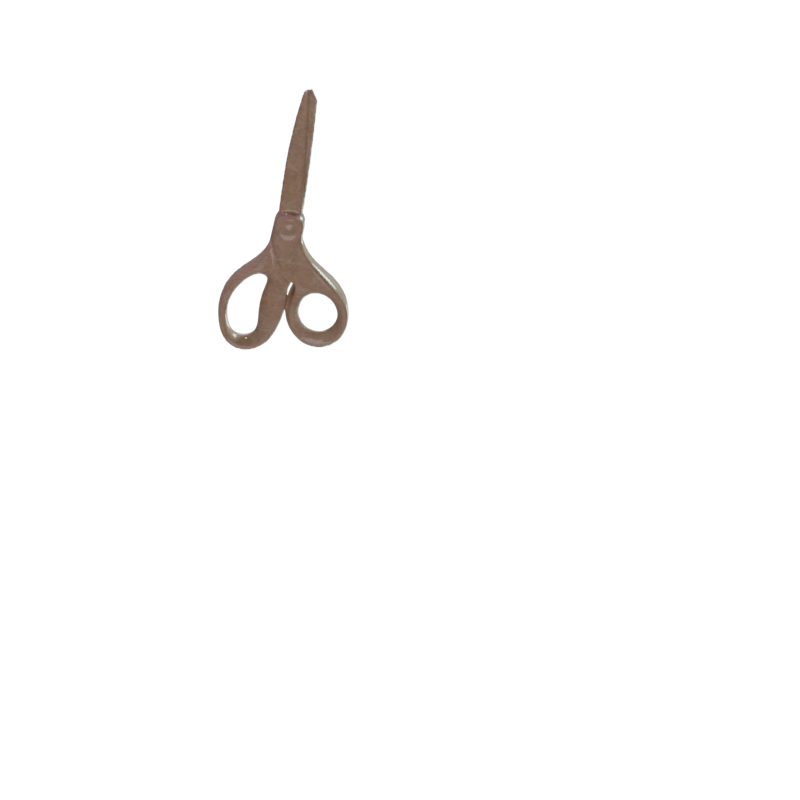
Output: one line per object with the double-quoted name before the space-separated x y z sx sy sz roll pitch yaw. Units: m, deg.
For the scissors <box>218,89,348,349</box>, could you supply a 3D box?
"scissors" -0.056 -0.101 0.711 0.093 0.194 0.017 20 37 -17
